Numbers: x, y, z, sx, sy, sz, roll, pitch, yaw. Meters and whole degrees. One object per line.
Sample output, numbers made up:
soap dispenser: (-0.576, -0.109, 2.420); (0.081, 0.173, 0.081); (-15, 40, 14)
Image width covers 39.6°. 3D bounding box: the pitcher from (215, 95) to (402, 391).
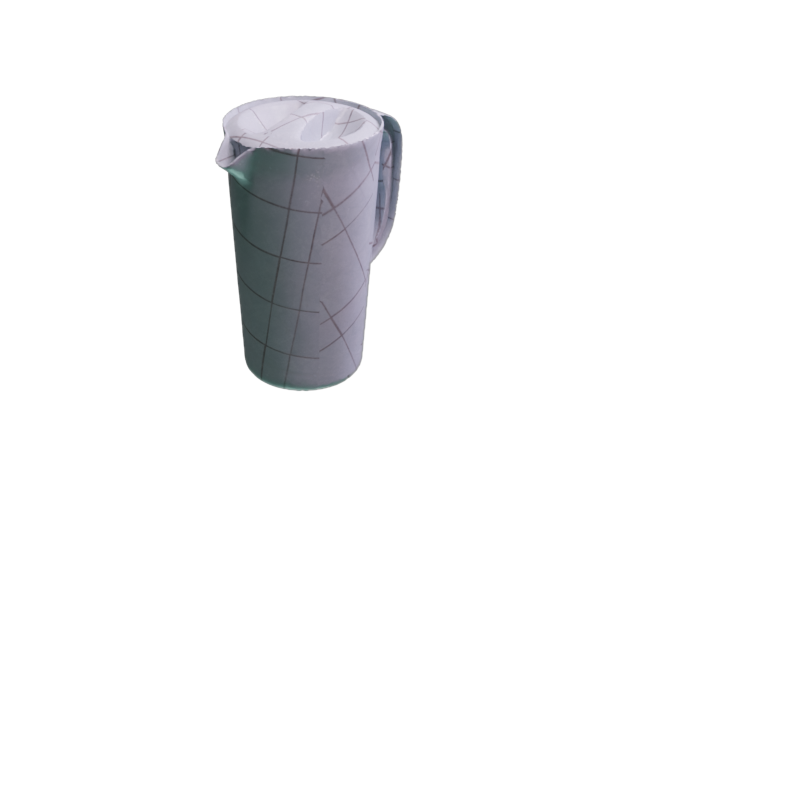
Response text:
pitcher: (-0.076, -0.138, 0.969); (0.150, 0.229, 0.153); (3, 29, 2)
